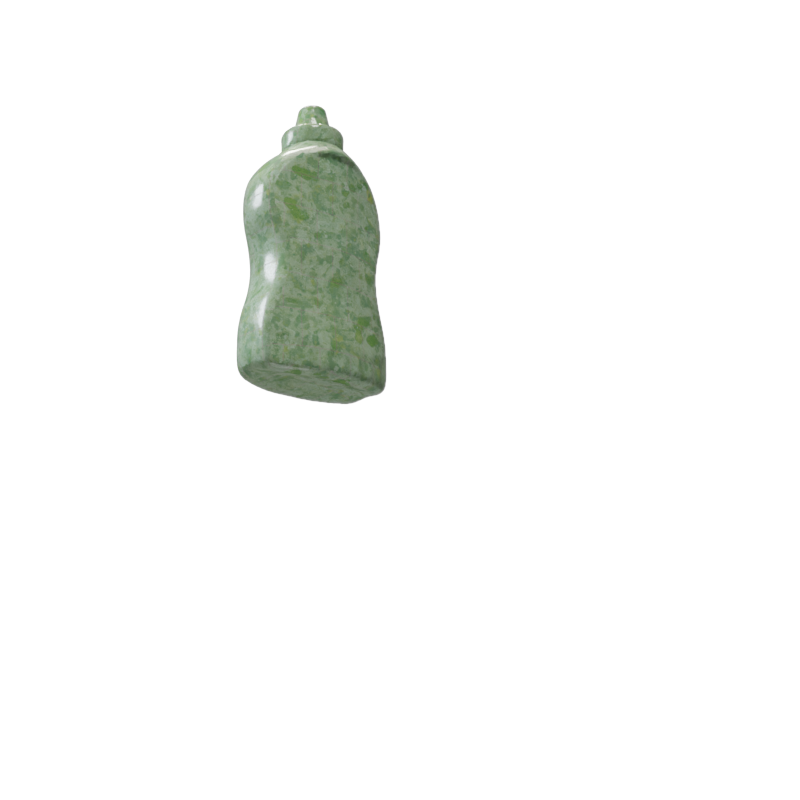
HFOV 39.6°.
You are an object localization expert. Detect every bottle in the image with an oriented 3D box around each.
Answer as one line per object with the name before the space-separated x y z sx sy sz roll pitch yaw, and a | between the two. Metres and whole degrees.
bottle | -0.055 -0.100 0.699 0.091 0.202 0.058 16 -28 -36
